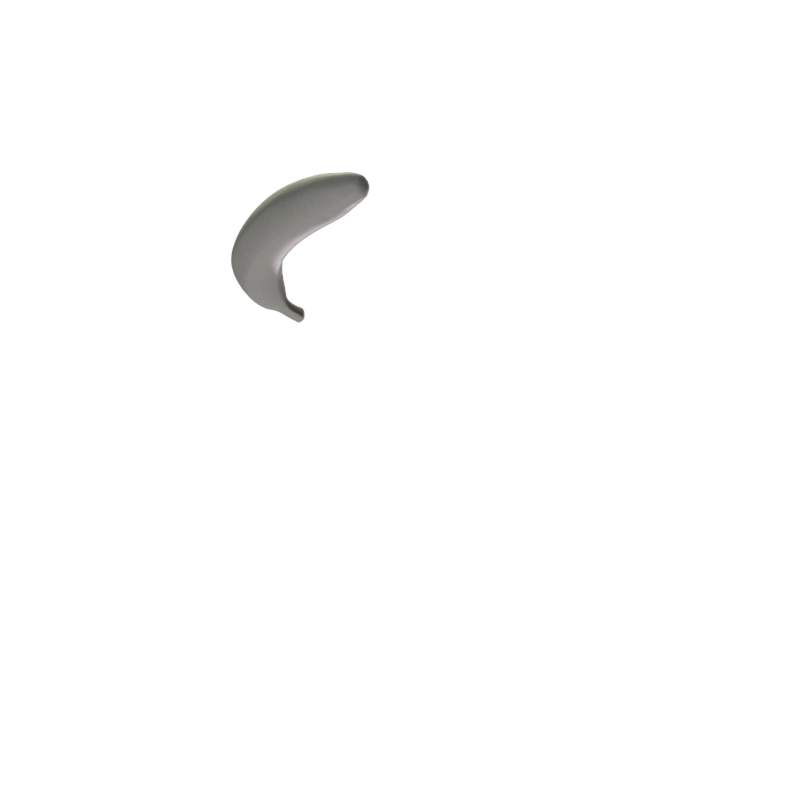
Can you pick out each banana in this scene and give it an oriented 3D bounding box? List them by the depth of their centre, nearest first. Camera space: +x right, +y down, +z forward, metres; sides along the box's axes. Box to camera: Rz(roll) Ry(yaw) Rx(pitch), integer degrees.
[{"bbox_3d":[-0.080,-0.111,0.779,0.068,0.039,0.191,6,-23,-16],"label":"banana"}]
